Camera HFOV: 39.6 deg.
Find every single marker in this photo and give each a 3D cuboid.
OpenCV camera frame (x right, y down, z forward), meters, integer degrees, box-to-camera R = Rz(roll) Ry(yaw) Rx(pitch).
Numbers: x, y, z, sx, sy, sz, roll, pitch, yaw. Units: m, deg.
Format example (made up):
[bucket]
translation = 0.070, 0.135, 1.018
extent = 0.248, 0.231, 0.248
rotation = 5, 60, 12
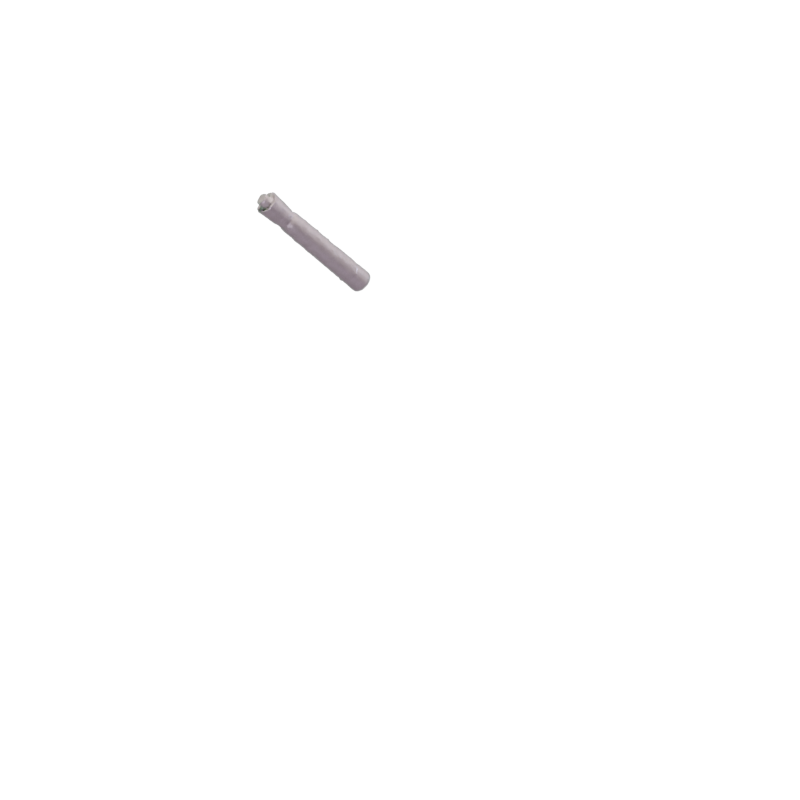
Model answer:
[marker]
translation = -0.068, -0.124, 0.868
extent = 0.113, 0.020, 0.021
rotation = 37, -21, -35
